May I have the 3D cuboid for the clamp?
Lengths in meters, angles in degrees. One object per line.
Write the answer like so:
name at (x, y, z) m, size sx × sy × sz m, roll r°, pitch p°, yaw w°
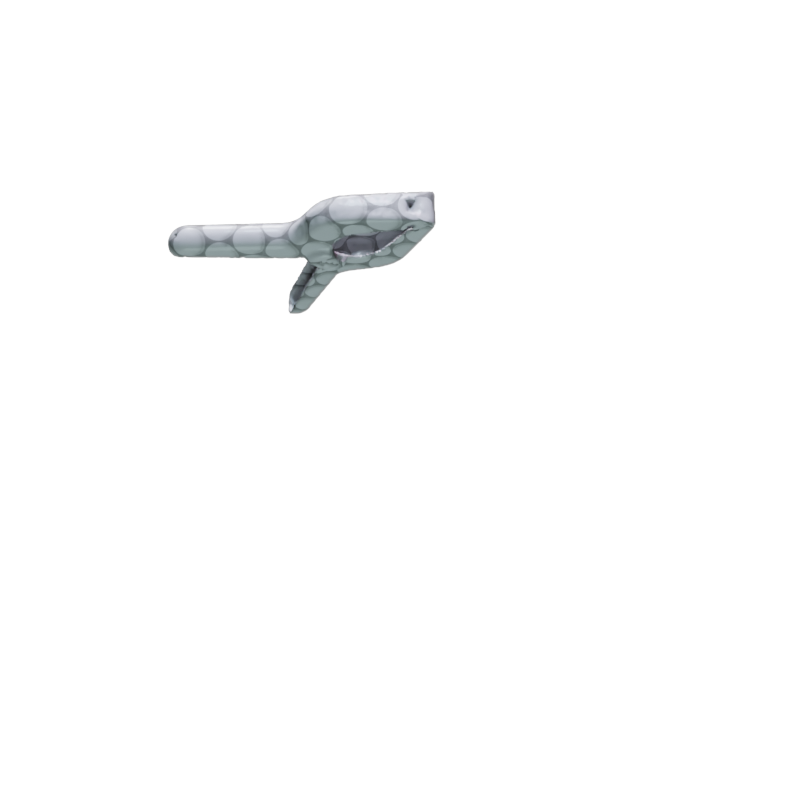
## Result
clamp at (-0.069, -0.126, 0.882) m, size 0.212 × 0.038 × 0.154 m, roll -17°, pitch -25°, yaw 40°
